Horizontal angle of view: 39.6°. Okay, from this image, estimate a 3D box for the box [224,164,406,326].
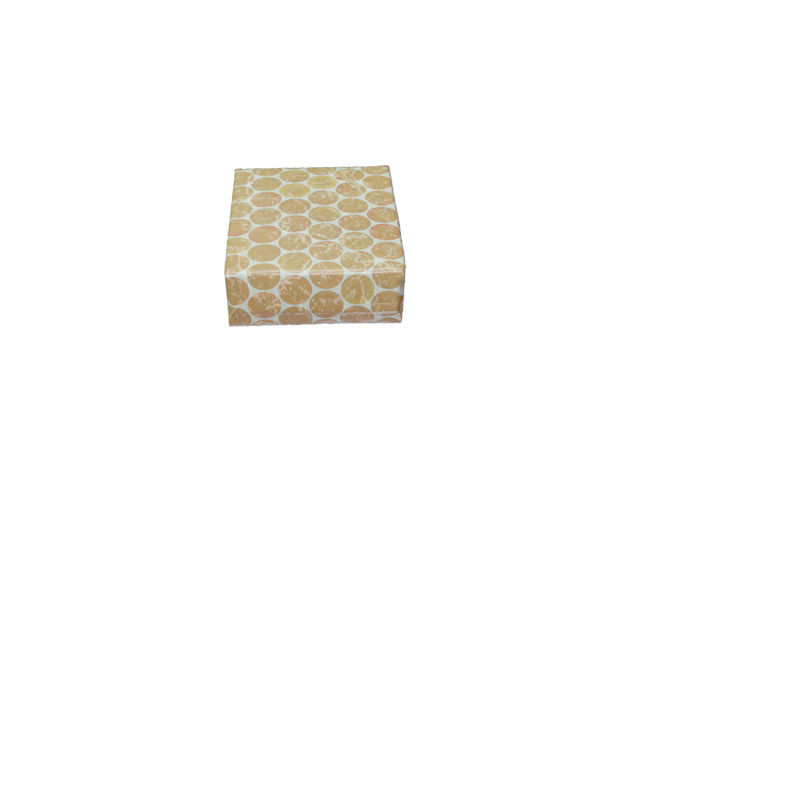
[{"bbox_3d":[-0.046,-0.085,0.595,0.090,0.036,0.121,-2,35,-3],"label":"box"}]
